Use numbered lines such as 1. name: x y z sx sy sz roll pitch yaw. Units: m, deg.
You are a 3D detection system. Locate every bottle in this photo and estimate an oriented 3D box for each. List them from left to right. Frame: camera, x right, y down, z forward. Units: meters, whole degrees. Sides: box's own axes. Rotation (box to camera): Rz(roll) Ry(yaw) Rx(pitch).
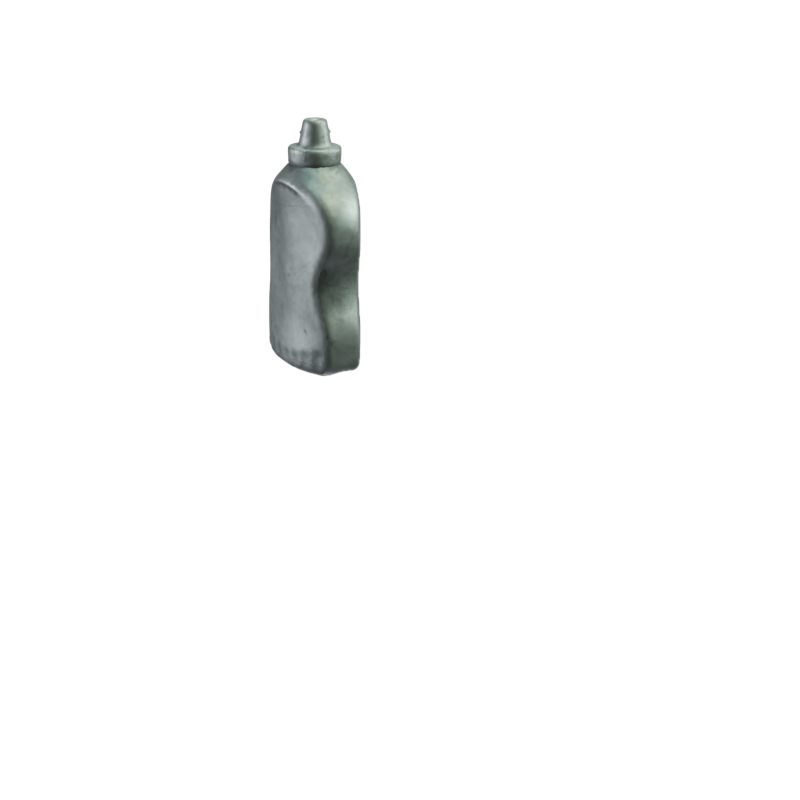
1. bottle: -0.067 -0.123 0.859 0.057 0.184 0.102 -9 20 -29
